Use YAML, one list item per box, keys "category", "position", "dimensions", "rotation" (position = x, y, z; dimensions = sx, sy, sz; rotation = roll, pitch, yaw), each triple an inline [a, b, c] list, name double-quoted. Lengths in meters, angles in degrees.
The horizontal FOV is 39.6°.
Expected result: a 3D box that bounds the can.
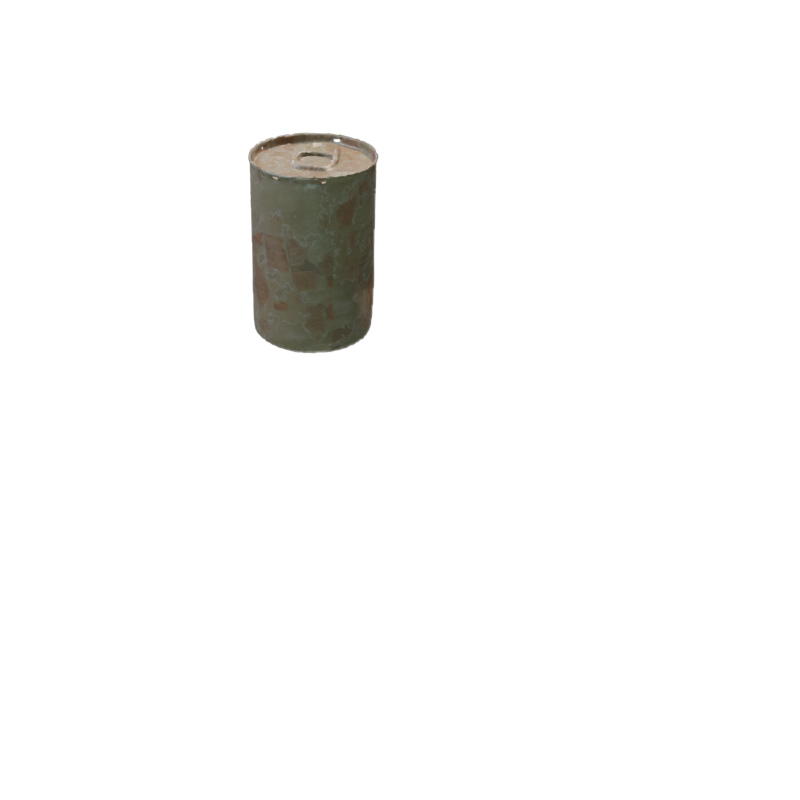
- category: "can"
  position: [-0.047, -0.085, 0.599]
  dimensions: [0.068, 0.097, 0.073]
  rotation: [0, 28, -2]
